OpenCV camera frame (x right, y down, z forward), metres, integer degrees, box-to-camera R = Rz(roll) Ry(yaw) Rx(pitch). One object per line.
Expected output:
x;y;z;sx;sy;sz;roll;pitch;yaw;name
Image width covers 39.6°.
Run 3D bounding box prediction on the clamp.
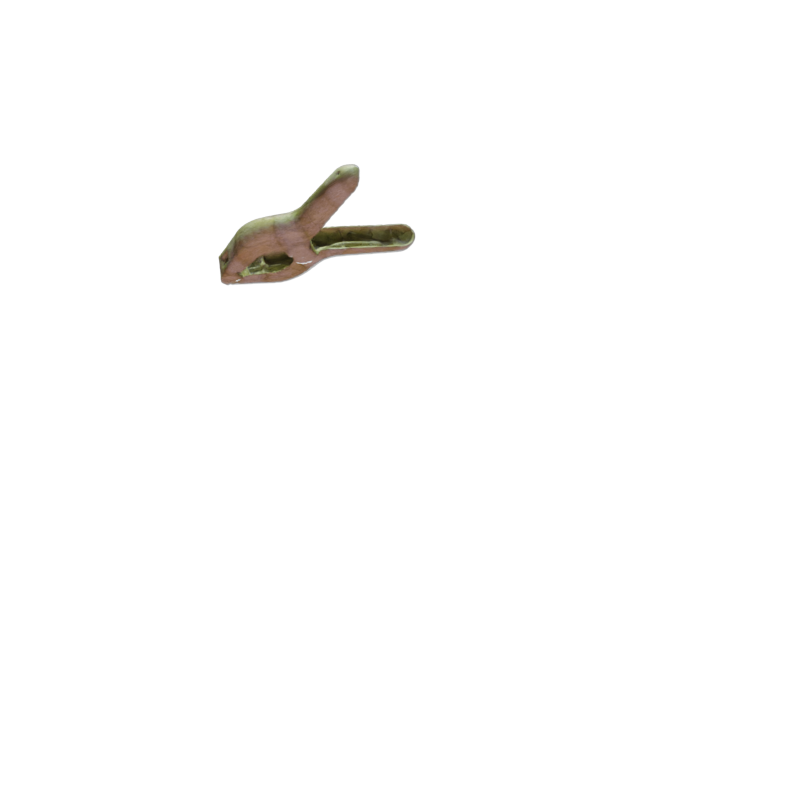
-0.075;-0.137;0.958;0.172;0.042;0.111;-22;-39;29;clamp
